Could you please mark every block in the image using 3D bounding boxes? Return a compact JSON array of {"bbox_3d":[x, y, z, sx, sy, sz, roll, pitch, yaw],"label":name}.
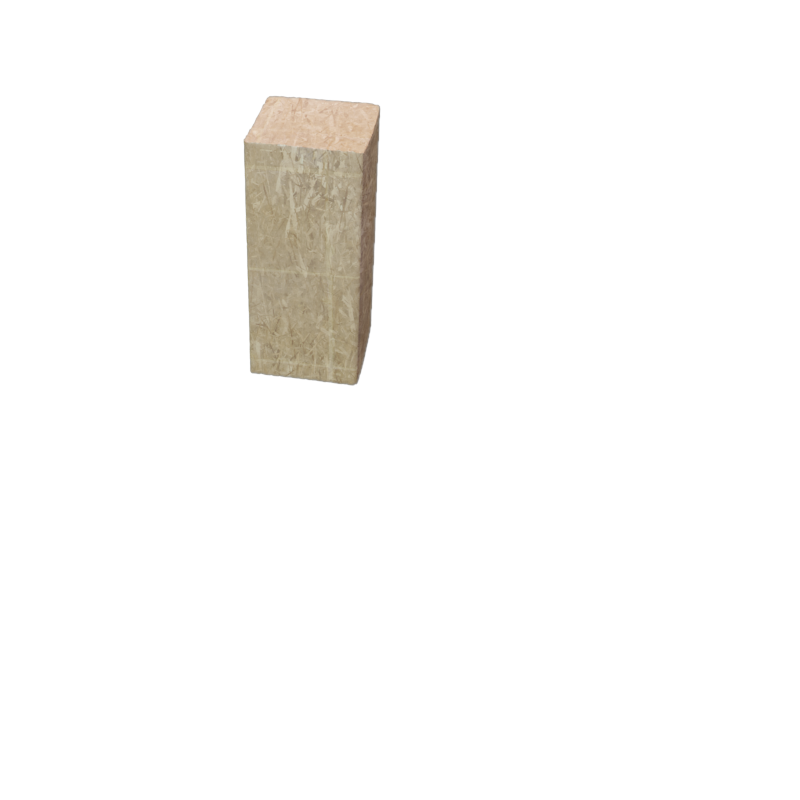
[{"bbox_3d":[-0.068,-0.125,0.874,0.092,0.193,0.095,6,33,6],"label":"block"}]
